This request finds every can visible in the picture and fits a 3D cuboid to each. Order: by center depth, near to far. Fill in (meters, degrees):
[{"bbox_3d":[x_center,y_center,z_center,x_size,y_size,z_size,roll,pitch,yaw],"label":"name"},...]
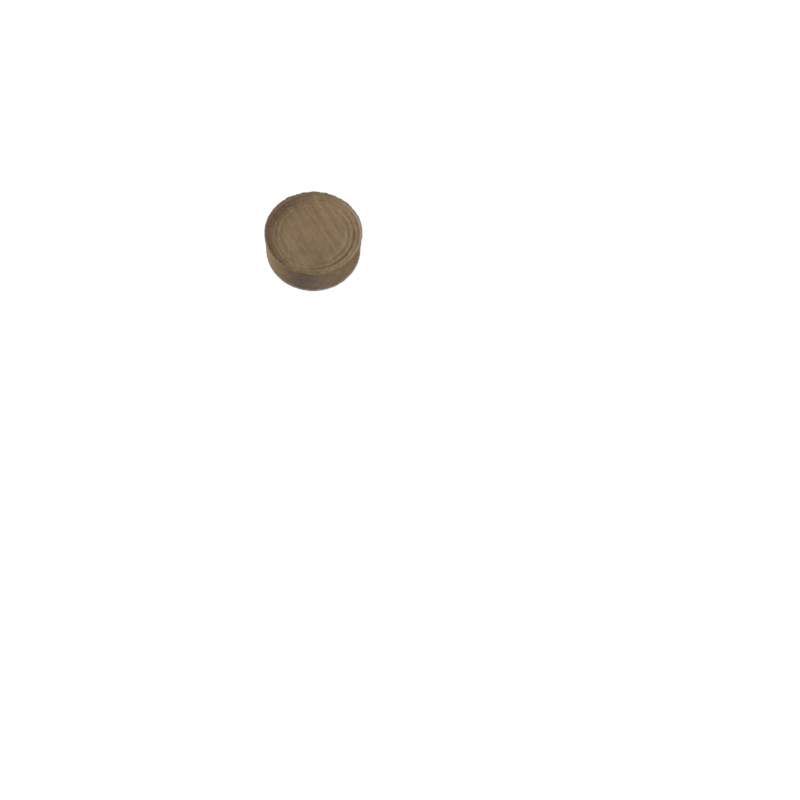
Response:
[{"bbox_3d":[-0.077,-0.140,0.978,0.086,0.091,0.032,-1,-29,-1],"label":"can"}]
